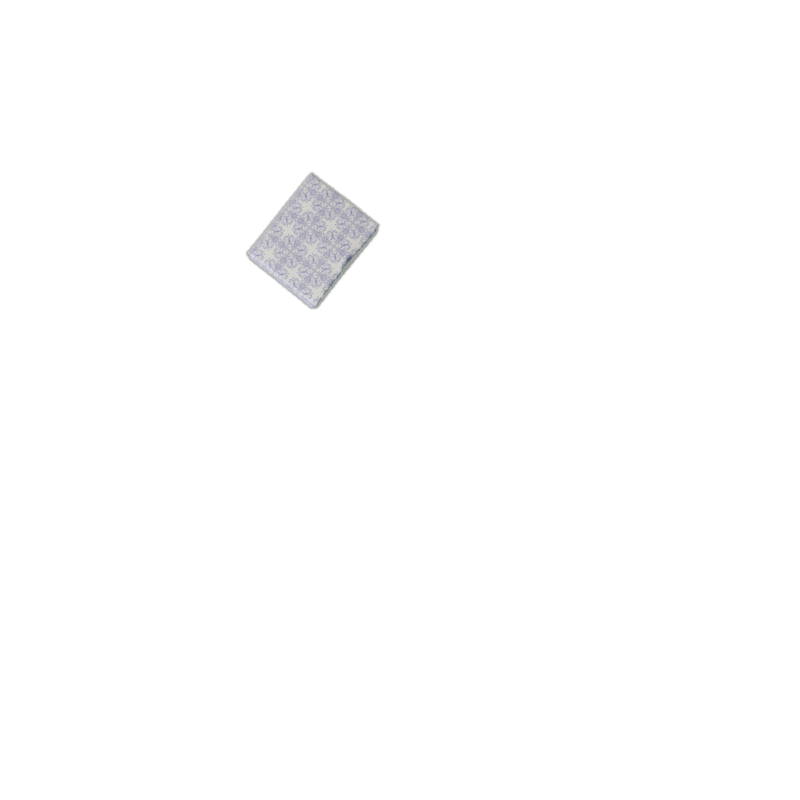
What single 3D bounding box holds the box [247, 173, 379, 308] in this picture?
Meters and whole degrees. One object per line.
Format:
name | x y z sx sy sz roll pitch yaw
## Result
box | -0.073 -0.132 0.928 0.074 0.090 0.029 38 -8 5
